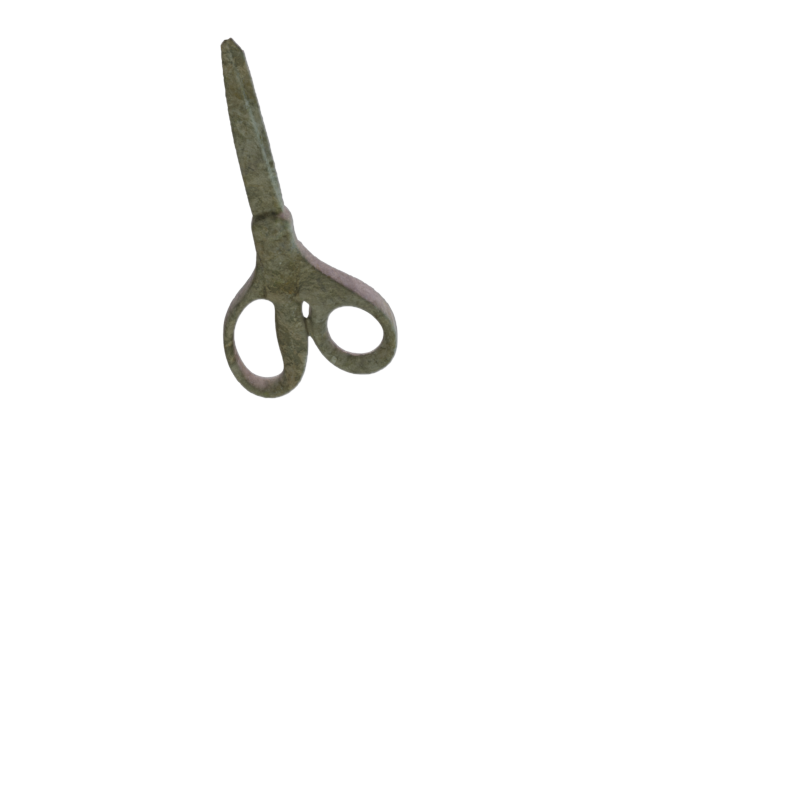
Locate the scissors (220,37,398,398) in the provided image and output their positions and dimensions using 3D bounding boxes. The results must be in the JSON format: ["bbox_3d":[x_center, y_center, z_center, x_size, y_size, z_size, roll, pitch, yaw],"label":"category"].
[{"bbox_3d":[-0.040,-0.073,0.515,0.095,0.189,0.017,6,42,-6],"label":"scissors"}]
